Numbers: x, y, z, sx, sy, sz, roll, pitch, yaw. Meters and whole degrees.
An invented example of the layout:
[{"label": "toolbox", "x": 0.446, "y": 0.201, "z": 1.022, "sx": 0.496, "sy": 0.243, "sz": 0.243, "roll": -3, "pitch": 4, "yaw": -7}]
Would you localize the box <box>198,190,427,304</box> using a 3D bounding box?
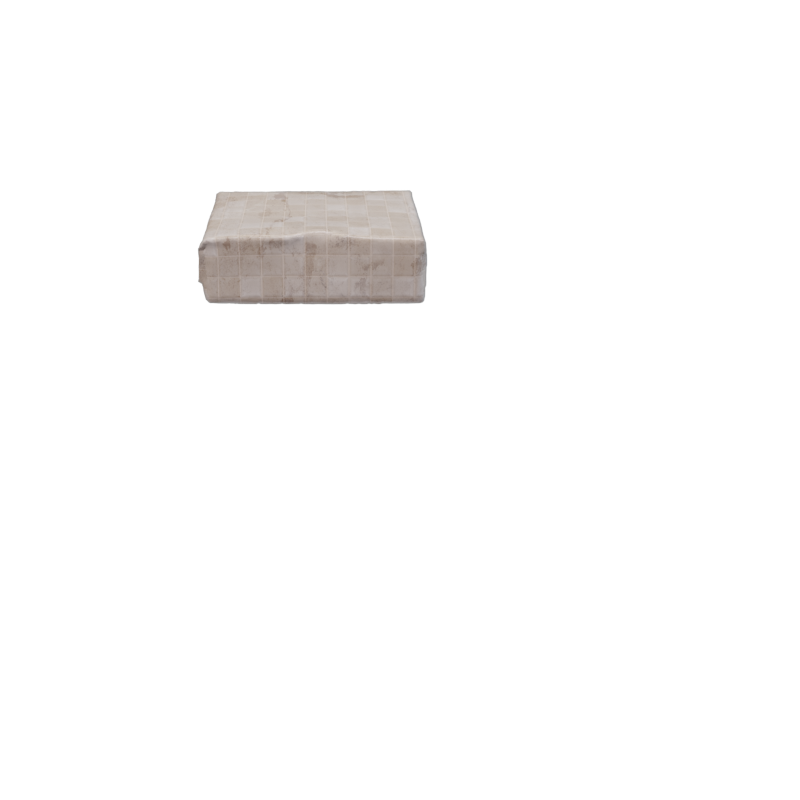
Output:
[{"label": "box", "x": -0.036, "y": -0.066, "z": 0.462, "sx": 0.089, "sy": 0.029, "sz": 0.077, "roll": 0, "pitch": 24, "yaw": -1}]
